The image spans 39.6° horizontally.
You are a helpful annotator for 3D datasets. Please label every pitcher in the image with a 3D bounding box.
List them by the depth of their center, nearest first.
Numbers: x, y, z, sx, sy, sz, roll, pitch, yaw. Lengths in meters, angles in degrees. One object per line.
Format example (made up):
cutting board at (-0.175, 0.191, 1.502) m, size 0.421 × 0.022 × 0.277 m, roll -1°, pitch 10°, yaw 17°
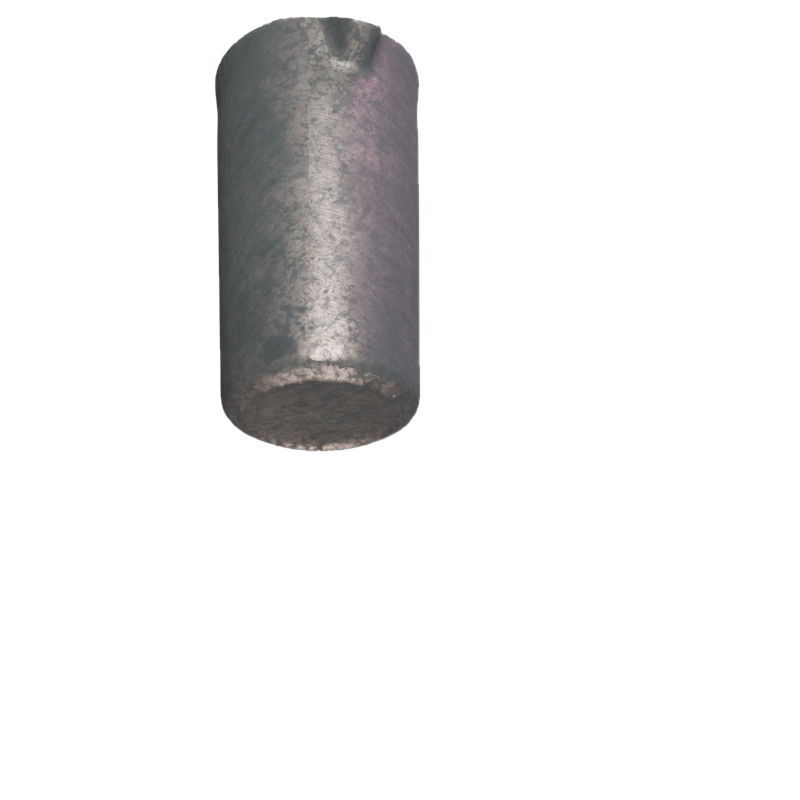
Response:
pitcher at (-0.052, -0.095, 0.668) m, size 0.147 × 0.259 × 0.138 m, roll -13°, pitch -33°, yaw 18°
